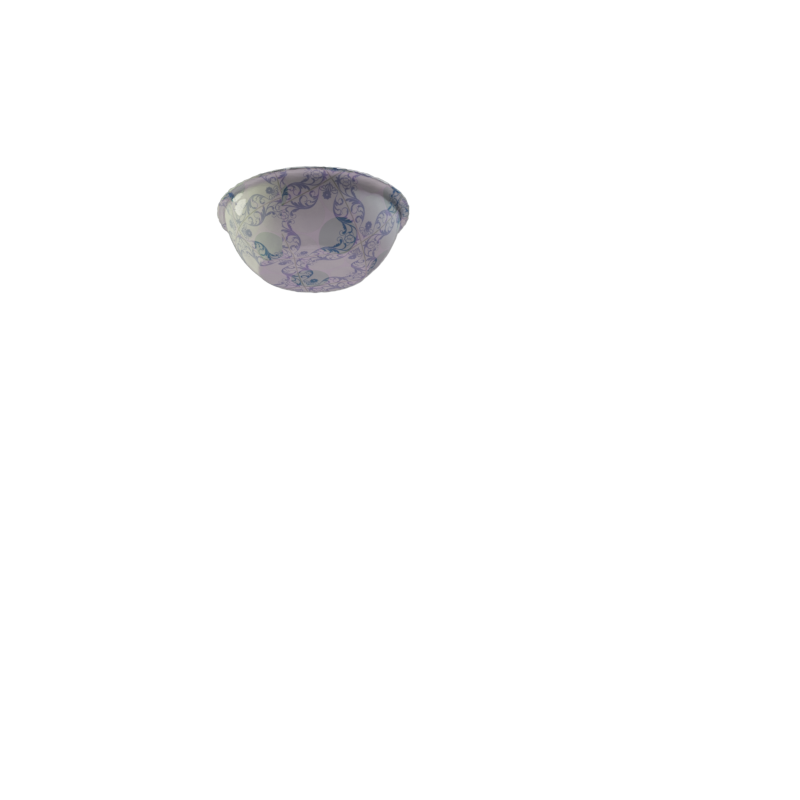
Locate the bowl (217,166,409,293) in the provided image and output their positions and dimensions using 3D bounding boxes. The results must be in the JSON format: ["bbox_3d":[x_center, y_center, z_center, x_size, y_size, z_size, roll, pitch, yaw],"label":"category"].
[{"bbox_3d":[-0.072,-0.131,0.919,0.162,0.058,0.154,0,-19,-2],"label":"bowl"}]
